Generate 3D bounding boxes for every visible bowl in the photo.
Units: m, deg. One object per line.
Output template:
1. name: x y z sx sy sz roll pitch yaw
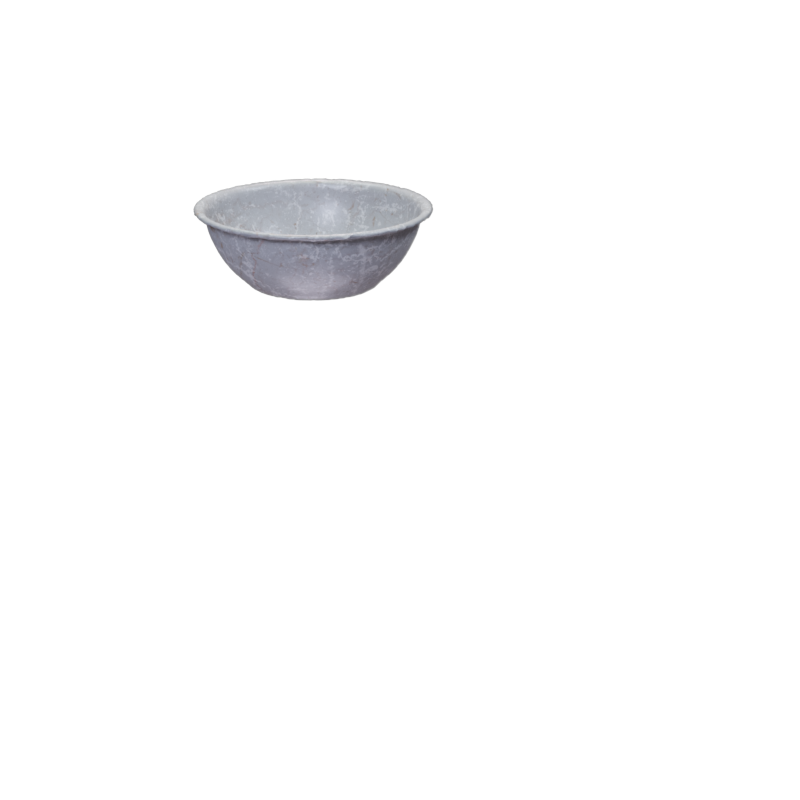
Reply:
1. bowl: -0.059 -0.108 0.756 0.162 0.053 0.170 -1 23 -2
